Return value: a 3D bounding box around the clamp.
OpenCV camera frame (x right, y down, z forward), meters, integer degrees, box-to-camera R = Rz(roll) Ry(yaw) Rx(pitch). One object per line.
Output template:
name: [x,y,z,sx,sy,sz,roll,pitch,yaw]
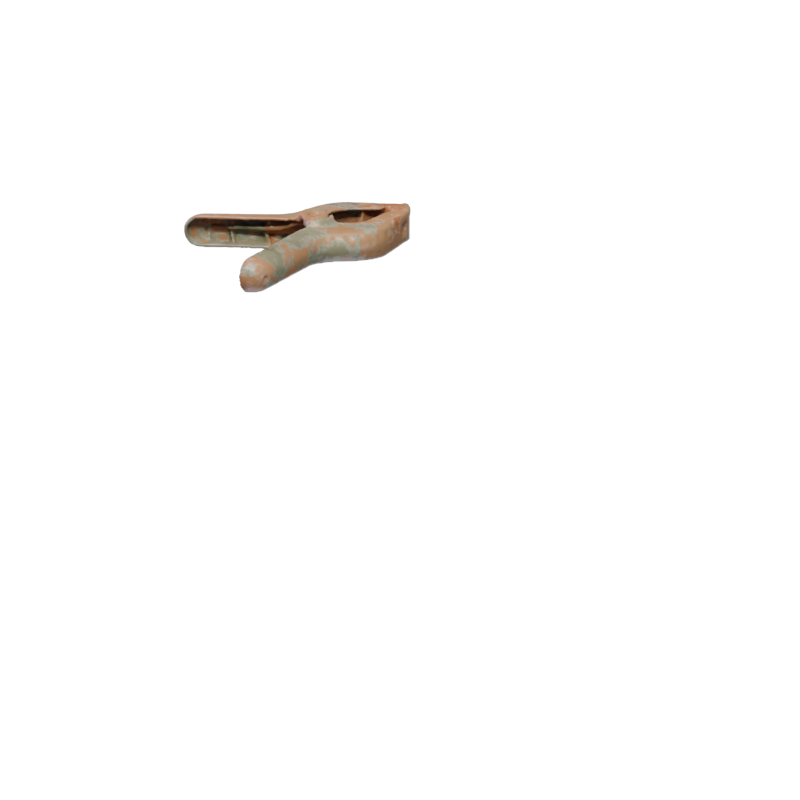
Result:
clamp: [-0.064,-0.116,0.814,0.169,0.037,0.129,-11,34,-16]
